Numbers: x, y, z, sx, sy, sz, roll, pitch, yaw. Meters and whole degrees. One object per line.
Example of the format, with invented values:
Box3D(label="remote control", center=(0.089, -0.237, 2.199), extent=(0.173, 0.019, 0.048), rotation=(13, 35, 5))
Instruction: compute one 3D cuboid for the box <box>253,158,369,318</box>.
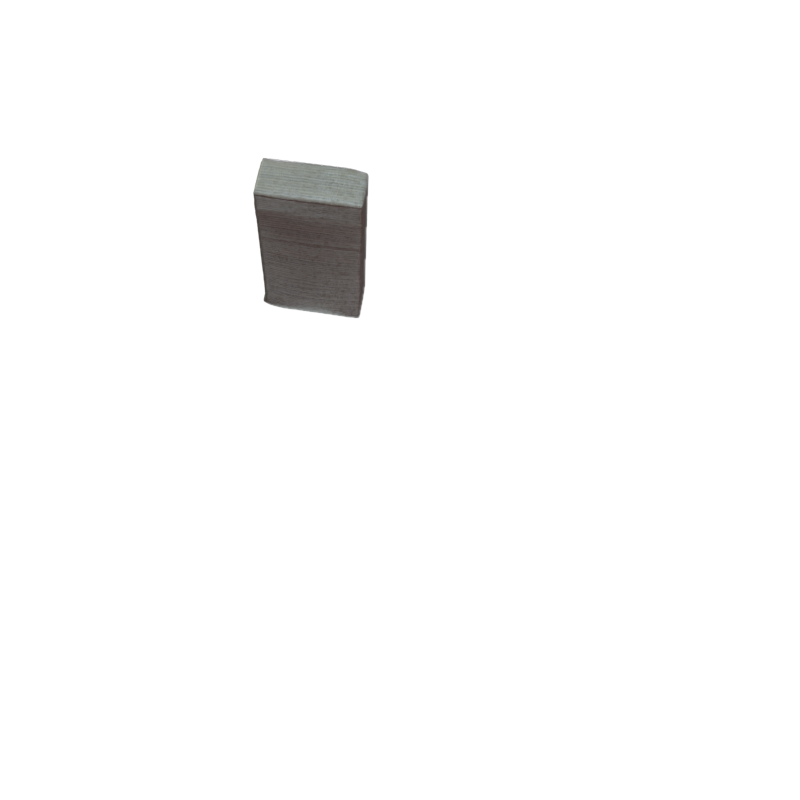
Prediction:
Box3D(label="box", center=(-0.076, -0.140, 0.976), extent=(0.094, 0.051, 0.165), rotation=(10, -31, 3))
